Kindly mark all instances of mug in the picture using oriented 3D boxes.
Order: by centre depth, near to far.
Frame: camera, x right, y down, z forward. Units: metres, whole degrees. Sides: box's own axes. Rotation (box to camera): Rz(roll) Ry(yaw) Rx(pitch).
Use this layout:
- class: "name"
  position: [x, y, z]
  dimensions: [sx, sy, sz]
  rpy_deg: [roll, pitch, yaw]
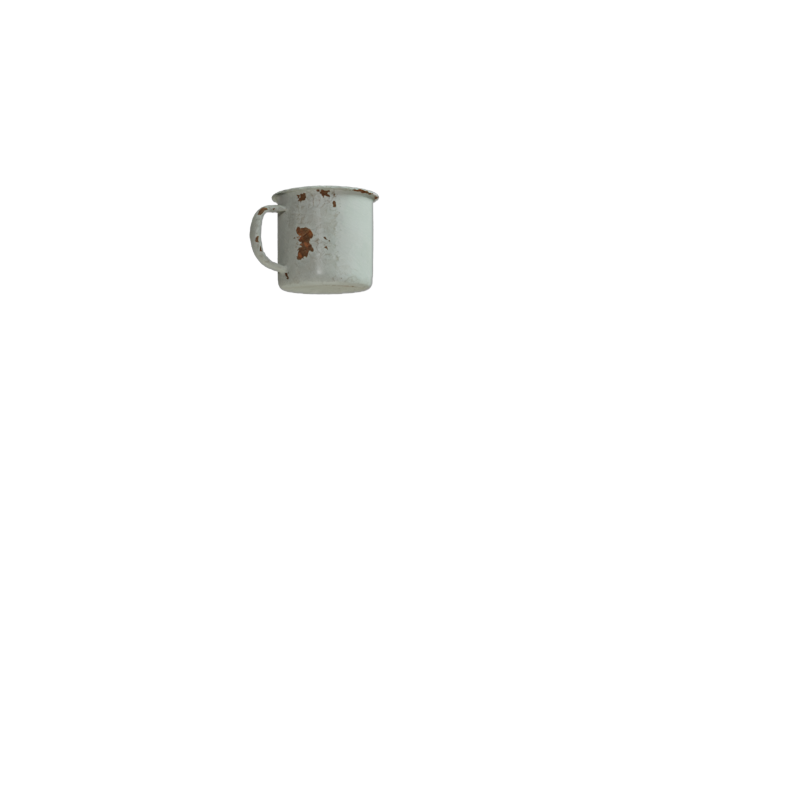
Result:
- class: "mug"
  position: [-0.074, -0.135, 0.944]
  dimensions: [0.112, 0.083, 0.095]
  rpy_deg: [2, -5, -34]
